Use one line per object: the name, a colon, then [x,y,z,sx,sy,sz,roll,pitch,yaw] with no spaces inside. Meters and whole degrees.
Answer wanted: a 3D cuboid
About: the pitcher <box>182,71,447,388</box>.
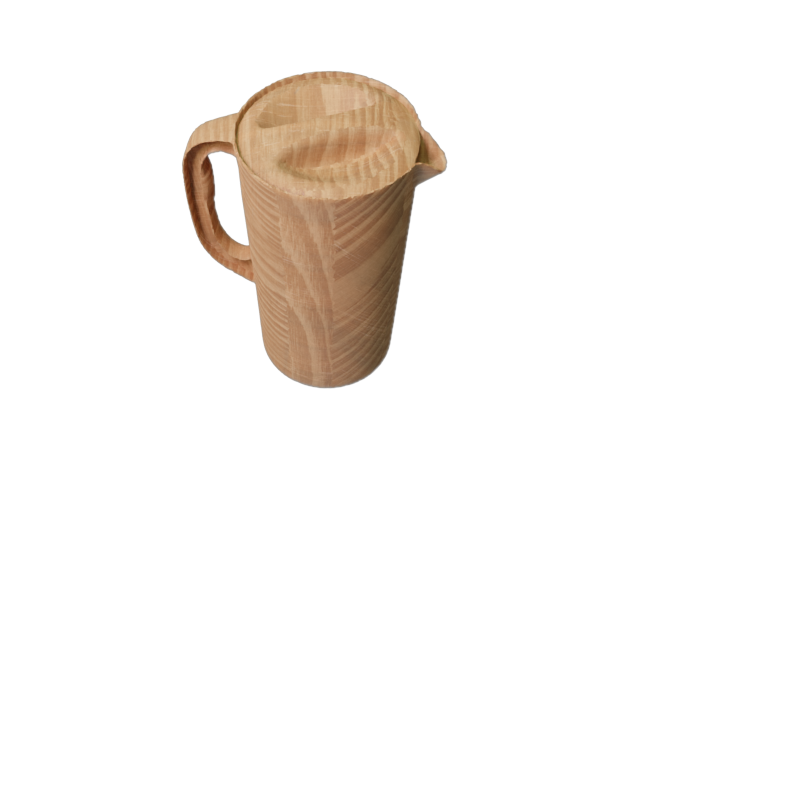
pitcher: [-0.066,-0.121,0.848,0.145,0.227,0.160,-31,59,-25]
